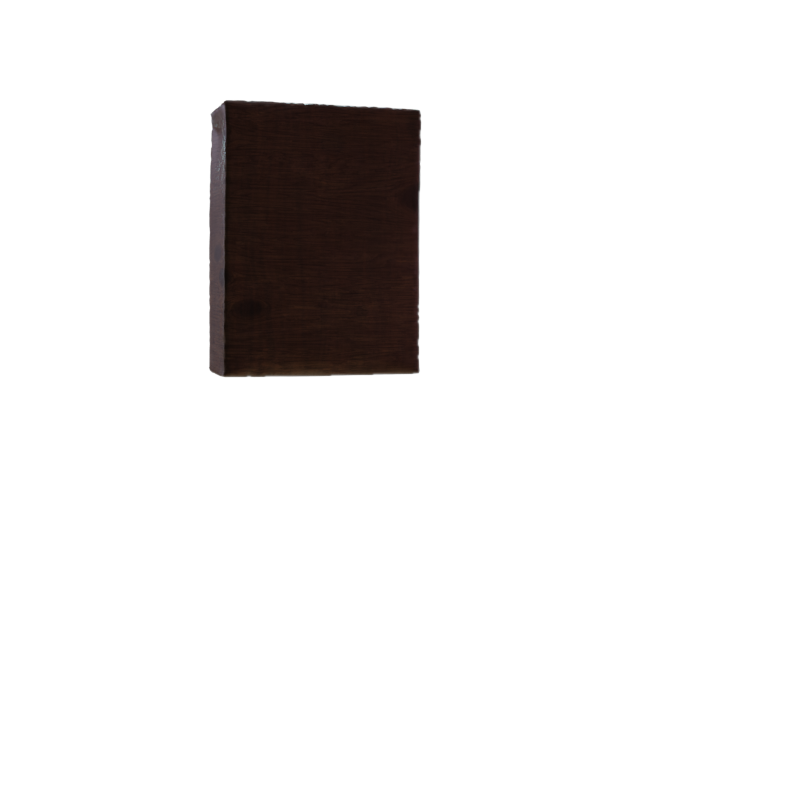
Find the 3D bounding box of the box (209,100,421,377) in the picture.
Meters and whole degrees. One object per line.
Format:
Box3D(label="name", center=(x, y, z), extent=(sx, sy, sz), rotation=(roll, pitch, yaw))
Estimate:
Box3D(label="box", center=(-0.070, -0.128, 0.894), extent=(0.160, 0.215, 0.073), rotation=(0, -1, -19))
